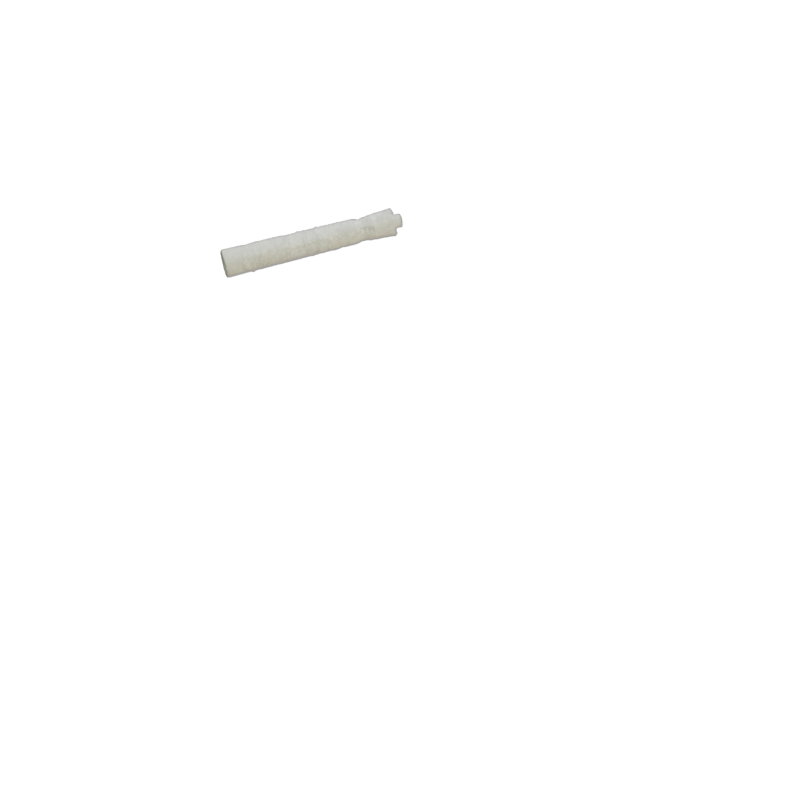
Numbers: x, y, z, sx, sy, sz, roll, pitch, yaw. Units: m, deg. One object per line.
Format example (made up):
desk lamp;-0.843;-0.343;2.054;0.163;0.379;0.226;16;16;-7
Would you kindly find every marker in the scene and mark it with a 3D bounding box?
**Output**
marker;-0.057;-0.103;0.724;0.120;0.020;0.020;-15;7;-8
